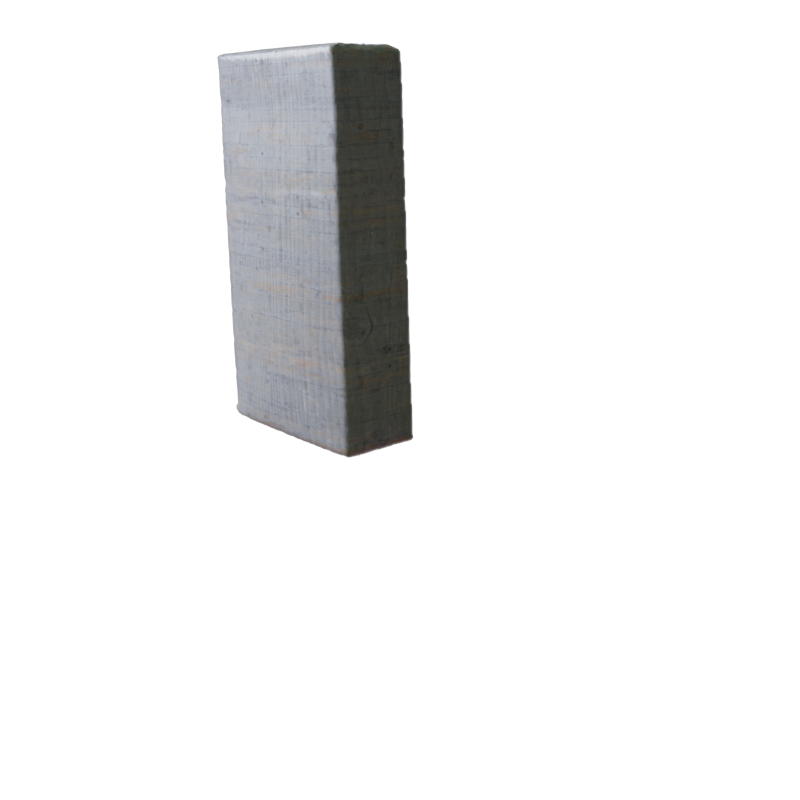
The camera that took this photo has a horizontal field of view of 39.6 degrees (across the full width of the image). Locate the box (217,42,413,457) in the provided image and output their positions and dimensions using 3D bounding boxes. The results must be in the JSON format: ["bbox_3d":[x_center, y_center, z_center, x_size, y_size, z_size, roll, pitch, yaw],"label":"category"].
[{"bbox_3d":[-0.039,-0.073,0.508,0.046,0.173,0.098,-5,10,-39],"label":"box"}]
